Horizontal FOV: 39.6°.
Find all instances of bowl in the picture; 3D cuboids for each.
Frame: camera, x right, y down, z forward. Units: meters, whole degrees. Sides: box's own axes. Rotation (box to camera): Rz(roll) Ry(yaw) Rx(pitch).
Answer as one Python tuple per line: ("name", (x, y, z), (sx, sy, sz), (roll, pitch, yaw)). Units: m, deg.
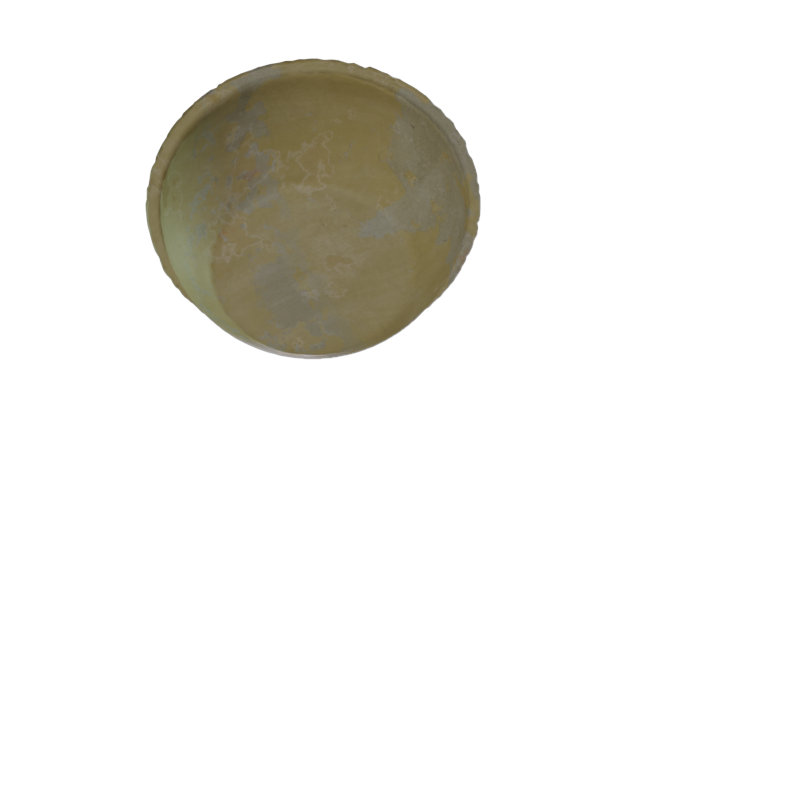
("bowl", (-0.040, -0.074, 0.516), (0.162, 0.152, 0.059), (1, 35, -1))
